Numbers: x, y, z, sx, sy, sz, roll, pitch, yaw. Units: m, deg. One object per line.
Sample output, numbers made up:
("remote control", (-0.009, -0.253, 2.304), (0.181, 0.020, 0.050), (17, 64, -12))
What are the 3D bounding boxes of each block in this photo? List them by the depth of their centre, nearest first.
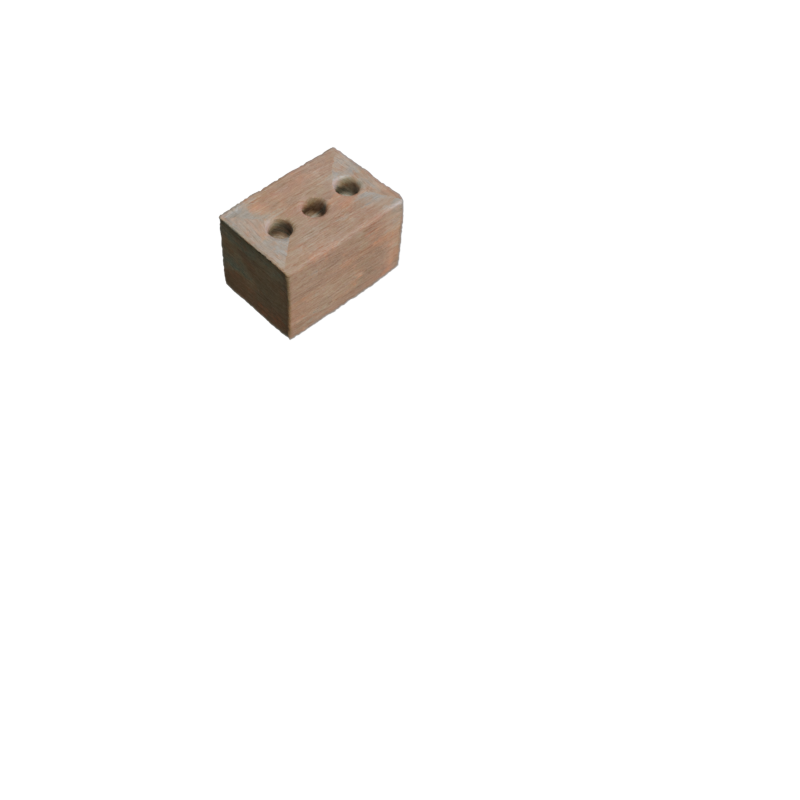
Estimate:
("block", (-0.043, -0.079, 0.553), (0.078, 0.048, 0.056), (-37, 60, -27))
